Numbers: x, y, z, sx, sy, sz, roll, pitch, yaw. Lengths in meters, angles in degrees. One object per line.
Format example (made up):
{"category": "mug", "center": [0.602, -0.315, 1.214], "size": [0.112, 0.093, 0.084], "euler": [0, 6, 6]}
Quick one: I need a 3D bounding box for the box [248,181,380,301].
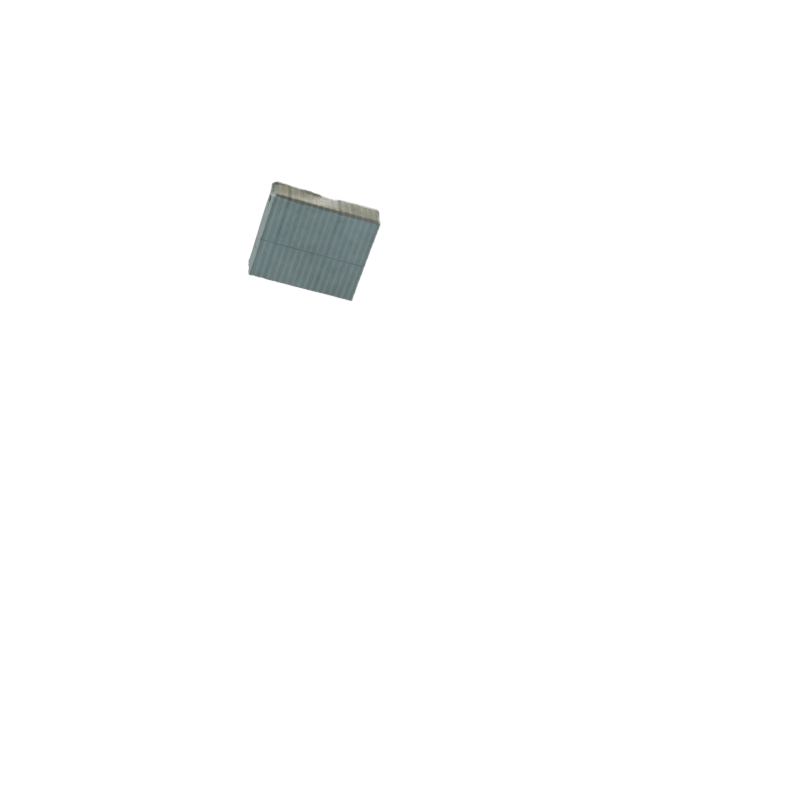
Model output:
{"category": "box", "center": [-0.069, -0.125, 0.875], "size": [0.088, 0.070, 0.032], "euler": [15, 28, -9]}
